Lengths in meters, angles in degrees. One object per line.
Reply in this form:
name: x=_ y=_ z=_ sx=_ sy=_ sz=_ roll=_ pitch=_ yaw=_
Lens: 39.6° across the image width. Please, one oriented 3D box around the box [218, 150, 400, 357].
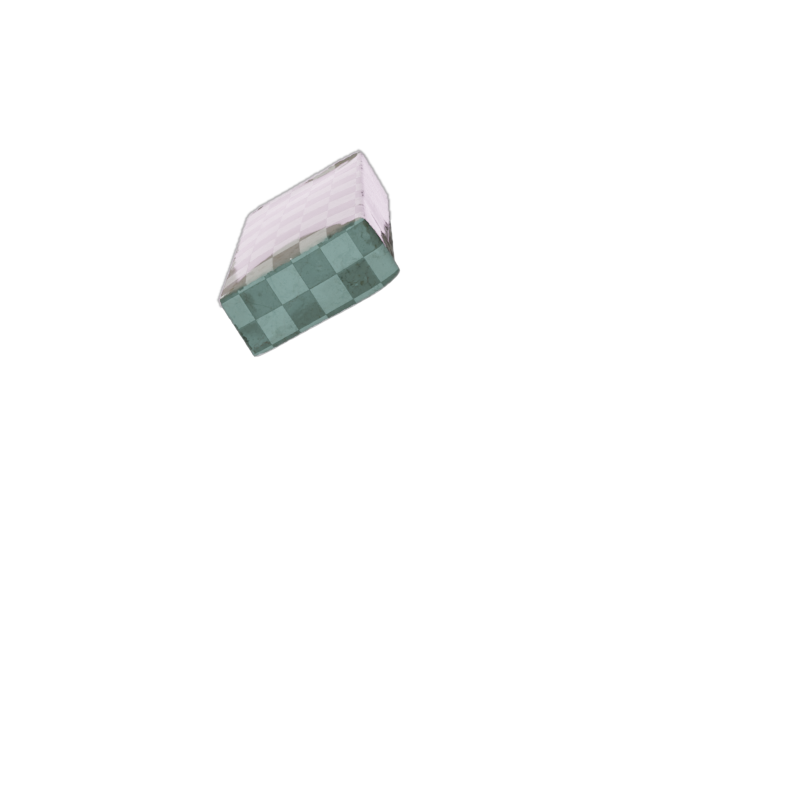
box: x=-0.053 y=-0.095 z=0.667 sx=0.093 sy=0.046 sz=0.185 roll=-28 pitch=23 yaw=9
